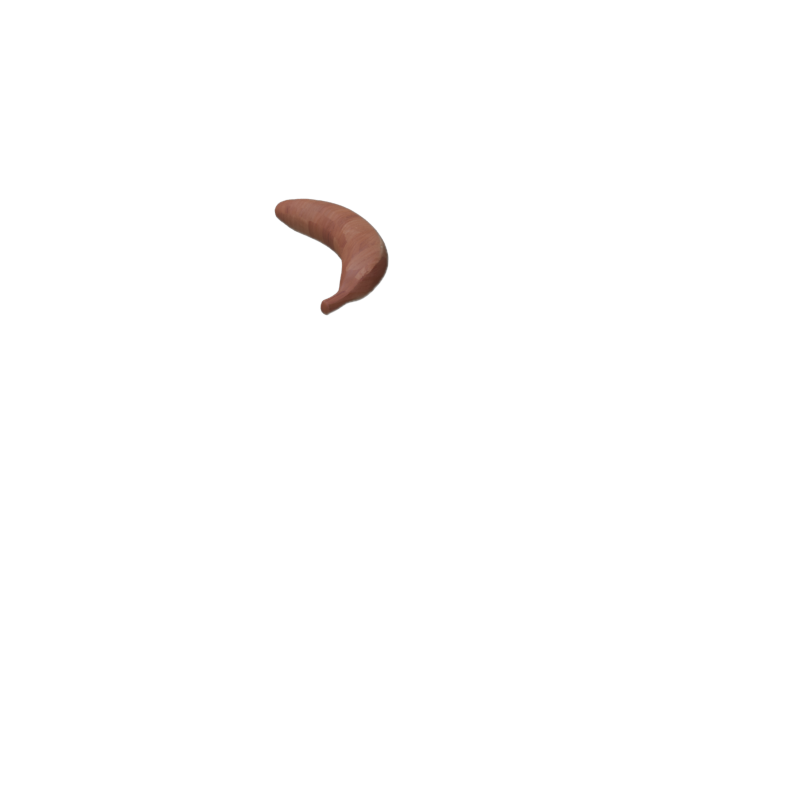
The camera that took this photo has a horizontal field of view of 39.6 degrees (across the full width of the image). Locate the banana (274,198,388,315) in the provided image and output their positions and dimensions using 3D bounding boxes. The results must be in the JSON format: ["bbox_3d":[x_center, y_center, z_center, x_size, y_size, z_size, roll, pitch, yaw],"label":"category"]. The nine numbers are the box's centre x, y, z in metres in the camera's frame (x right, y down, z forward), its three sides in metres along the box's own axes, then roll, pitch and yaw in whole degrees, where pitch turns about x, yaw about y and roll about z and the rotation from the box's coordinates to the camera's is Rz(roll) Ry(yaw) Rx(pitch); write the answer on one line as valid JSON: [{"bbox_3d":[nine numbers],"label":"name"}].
[{"bbox_3d":[-0.052,-0.130,0.908,0.069,0.035,0.212,-7,30,-13],"label":"banana"}]
